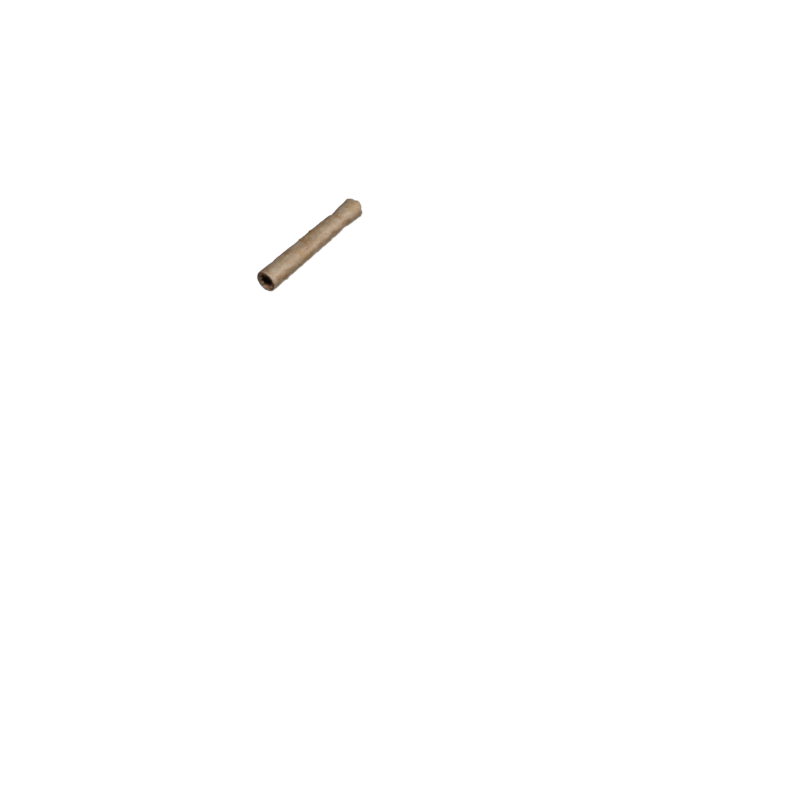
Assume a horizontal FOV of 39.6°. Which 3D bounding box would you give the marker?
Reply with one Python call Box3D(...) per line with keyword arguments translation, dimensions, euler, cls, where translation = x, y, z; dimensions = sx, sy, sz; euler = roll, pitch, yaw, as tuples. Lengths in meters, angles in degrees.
Box3D(translation=(-0.071, -0.129, 0.907), dimensions=(0.021, 0.019, 0.123), euler=(3, 38, 44), cls="marker")
